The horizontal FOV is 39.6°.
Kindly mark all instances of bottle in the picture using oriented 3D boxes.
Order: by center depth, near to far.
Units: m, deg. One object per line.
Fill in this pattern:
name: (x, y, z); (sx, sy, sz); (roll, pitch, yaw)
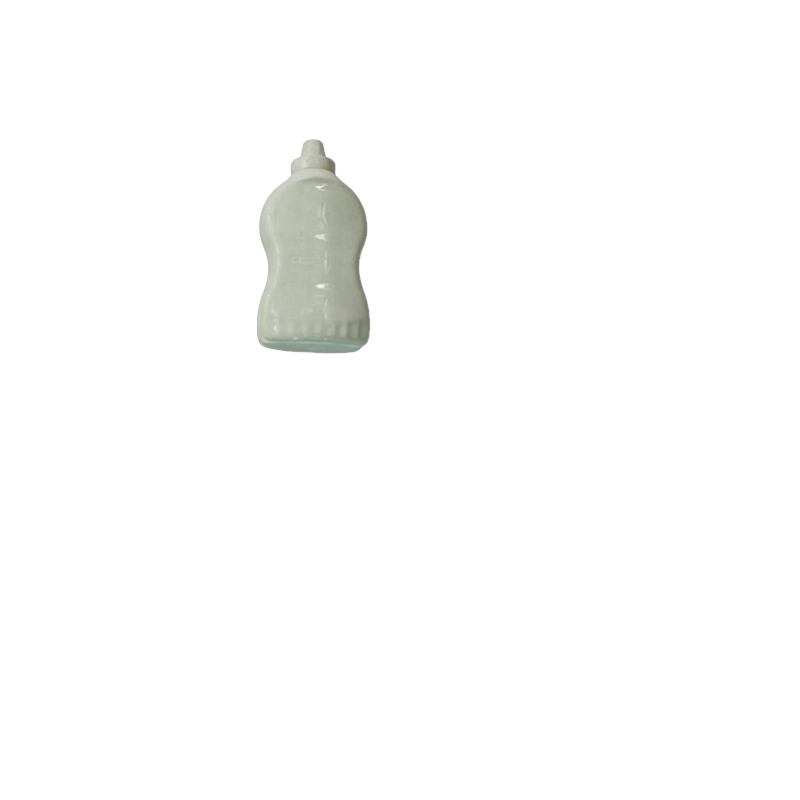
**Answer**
bottle: (-0.077, -0.140, 0.983); (0.094, 0.200, 0.057); (2, -17, -12)
